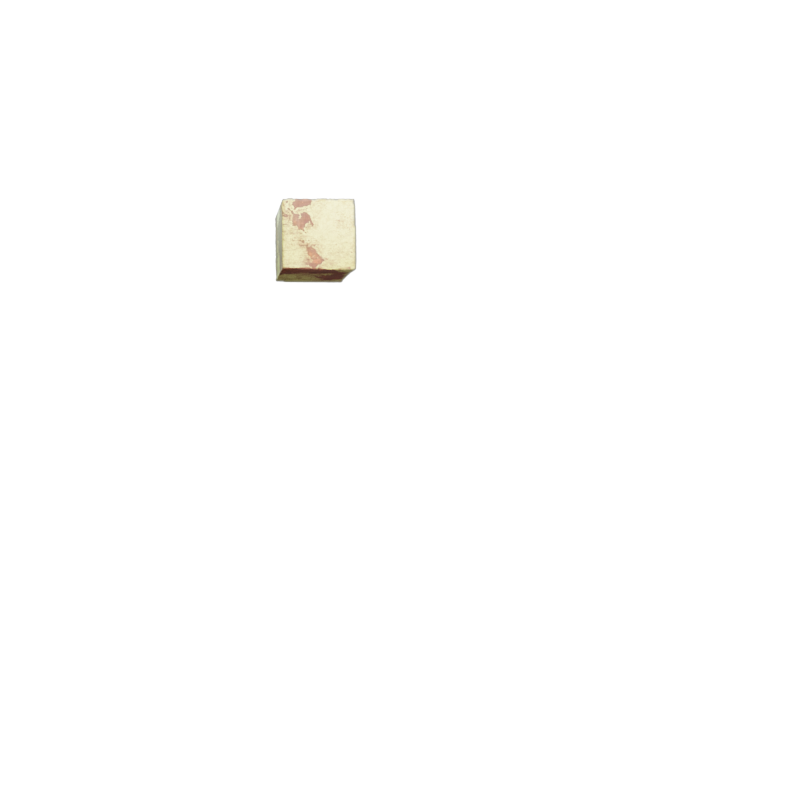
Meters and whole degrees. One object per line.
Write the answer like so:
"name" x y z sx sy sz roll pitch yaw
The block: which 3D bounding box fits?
"block" -0.063 -0.115 0.806 0.052 0.052 0.078 0 -3 -10
